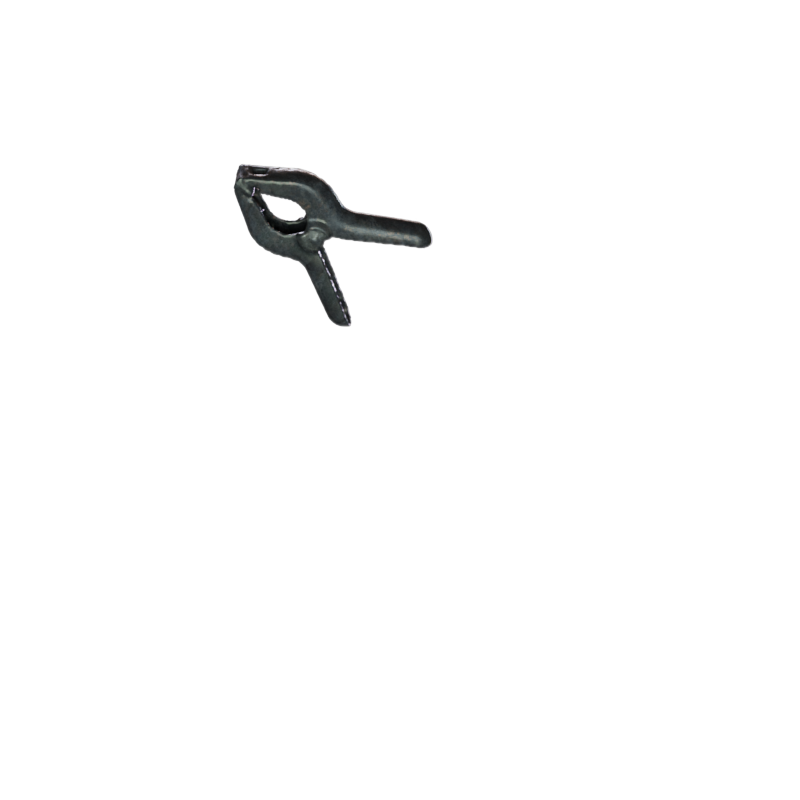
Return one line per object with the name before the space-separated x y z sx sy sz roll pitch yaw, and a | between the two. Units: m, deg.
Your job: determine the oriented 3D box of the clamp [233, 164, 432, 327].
clamp | -0.073 -0.133 0.932 0.167 0.117 0.041 28 22 -13
